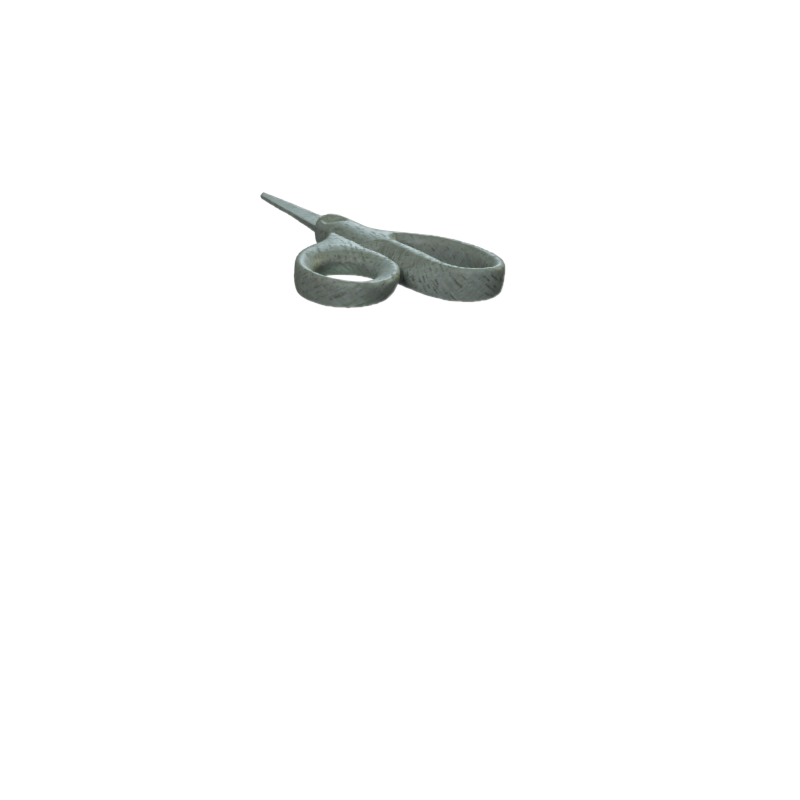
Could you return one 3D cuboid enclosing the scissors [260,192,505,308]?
[{"bbox_3d":[-0.041,-0.074,0.520,0.094,0.015,0.214,-17,27,-37],"label":"scissors"}]
